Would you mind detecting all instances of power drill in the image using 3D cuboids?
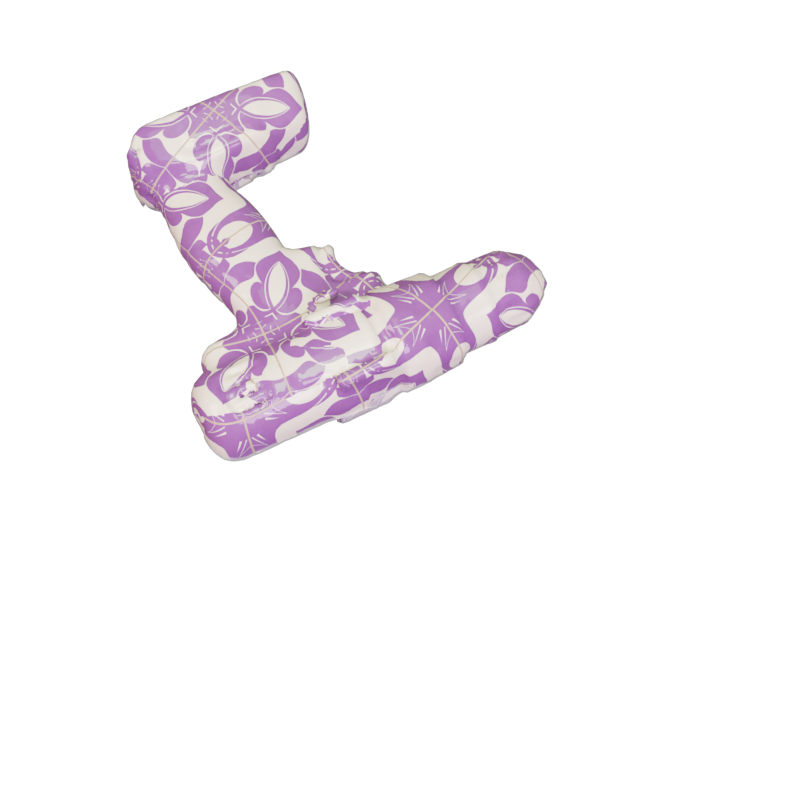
[{"bbox_3d":[-0.044,-0.081,0.567,0.184,0.201,0.054,-24,-29,-14],"label":"power drill"}]
